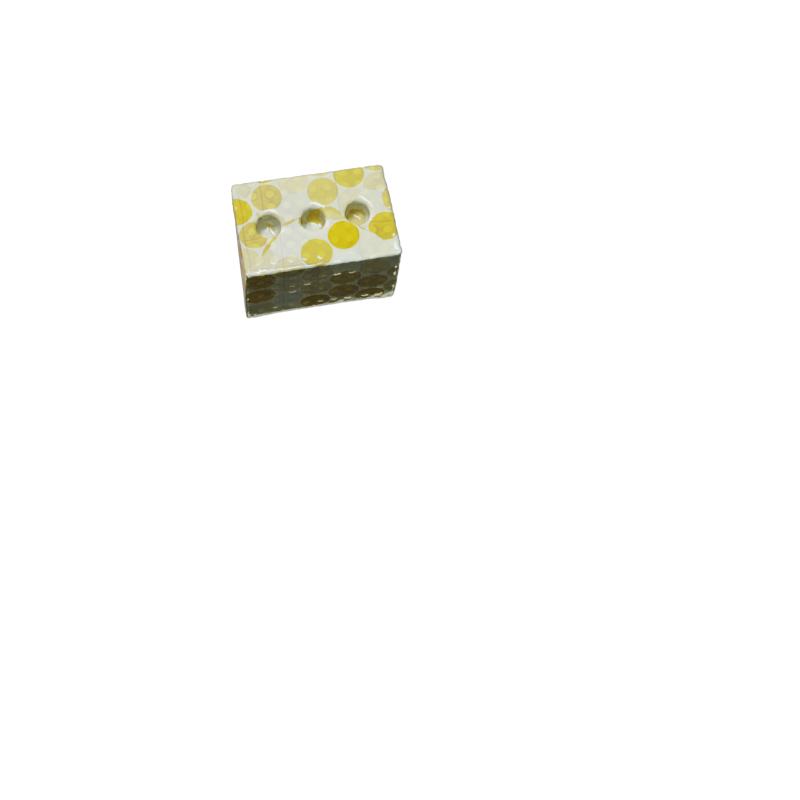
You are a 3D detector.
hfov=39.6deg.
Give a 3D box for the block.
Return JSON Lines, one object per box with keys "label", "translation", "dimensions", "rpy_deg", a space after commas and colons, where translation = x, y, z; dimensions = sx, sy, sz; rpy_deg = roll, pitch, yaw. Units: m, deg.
{"label": "block", "translation": [-0.044, -0.079, 0.556], "dimensions": [0.077, 0.056, 0.049], "rpy_deg": [-10, -22, -5]}
